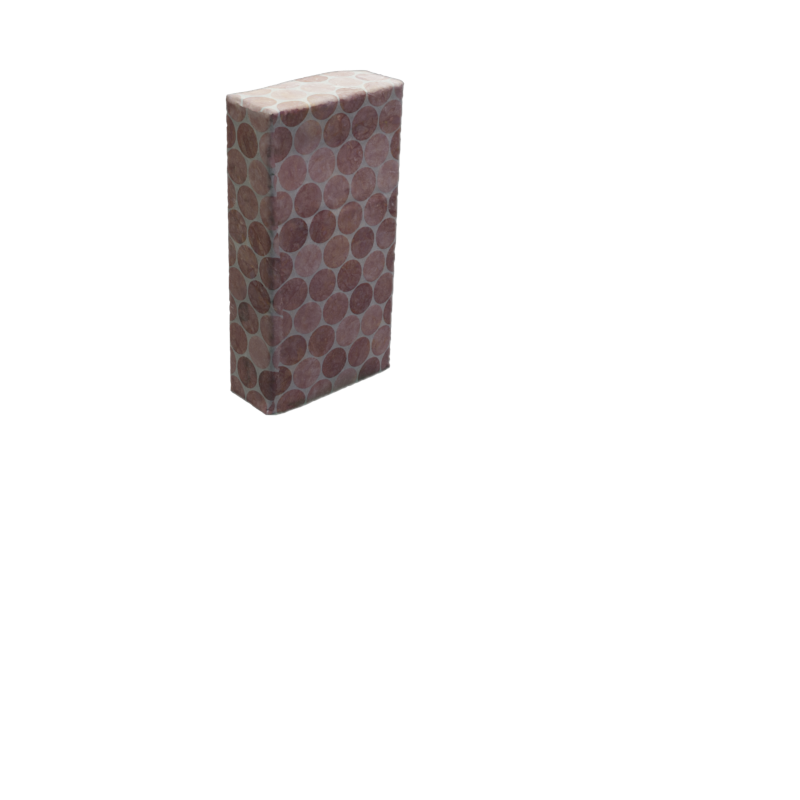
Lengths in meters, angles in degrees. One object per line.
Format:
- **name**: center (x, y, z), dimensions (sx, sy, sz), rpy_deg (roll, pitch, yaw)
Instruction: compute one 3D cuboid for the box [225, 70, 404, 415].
- **box**: center (-0.048, -0.087, 0.606), dimensions (0.092, 0.168, 0.051), rpy_deg (-20, 31, -39)
